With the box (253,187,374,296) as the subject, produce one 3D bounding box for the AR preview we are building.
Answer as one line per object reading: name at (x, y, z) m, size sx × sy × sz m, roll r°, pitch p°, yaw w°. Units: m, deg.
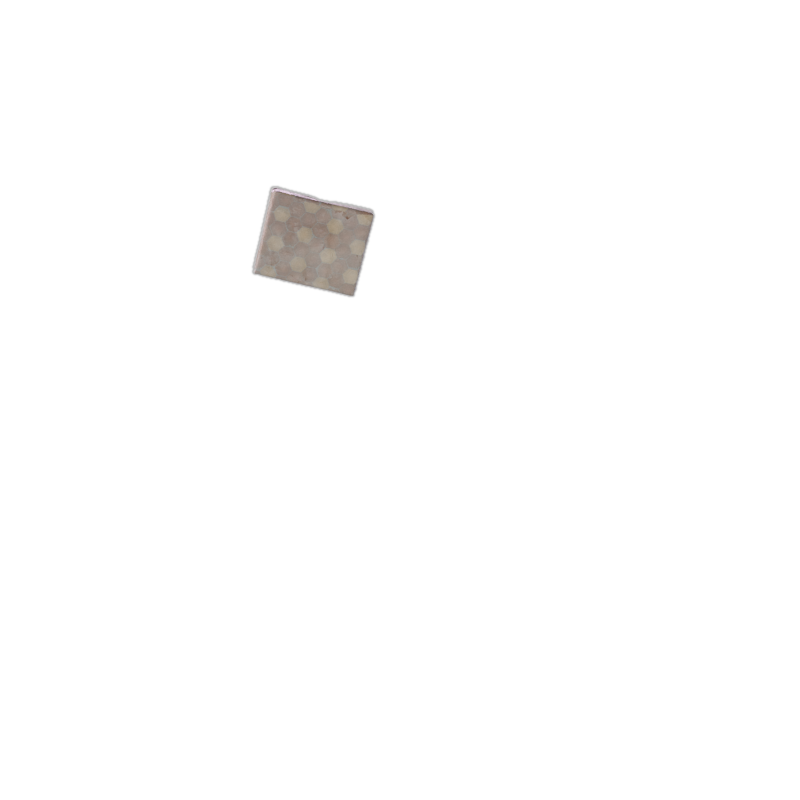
box at (-0.073, -0.134, 0.936) m, size 0.089 × 0.072 × 0.031 m, roll 13°, pitch 10°, yaw -3°
